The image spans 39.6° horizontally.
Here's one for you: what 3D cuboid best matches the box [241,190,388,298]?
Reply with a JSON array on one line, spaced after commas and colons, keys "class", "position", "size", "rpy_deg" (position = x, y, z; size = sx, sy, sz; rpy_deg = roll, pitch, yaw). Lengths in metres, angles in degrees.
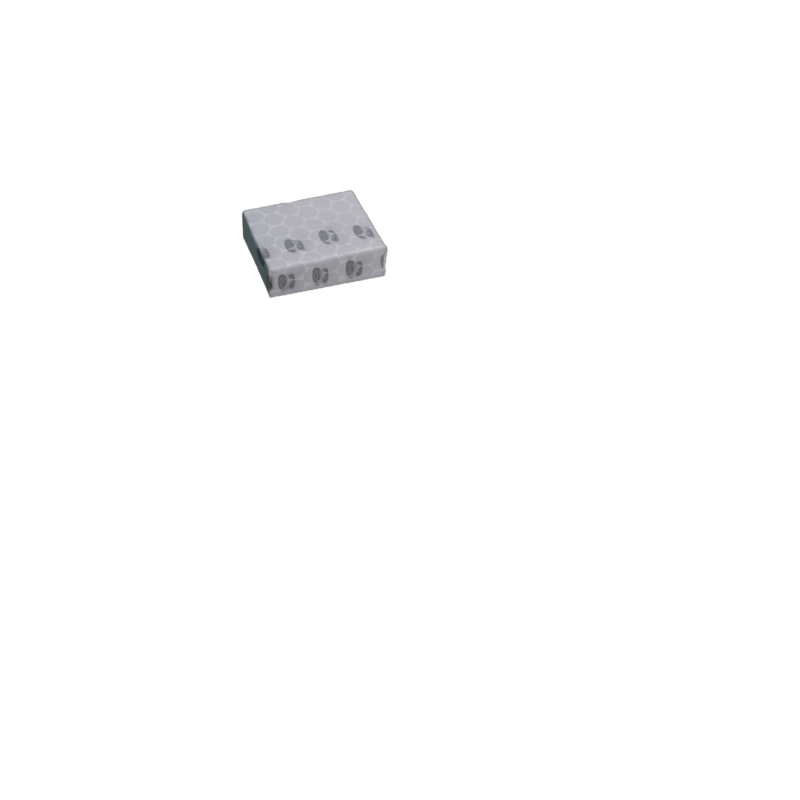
[{"class": "box", "position": [-0.062, -0.114, 0.800], "size": [0.088, 0.028, 0.079], "rpy_deg": [-13, 44, -14]}]
